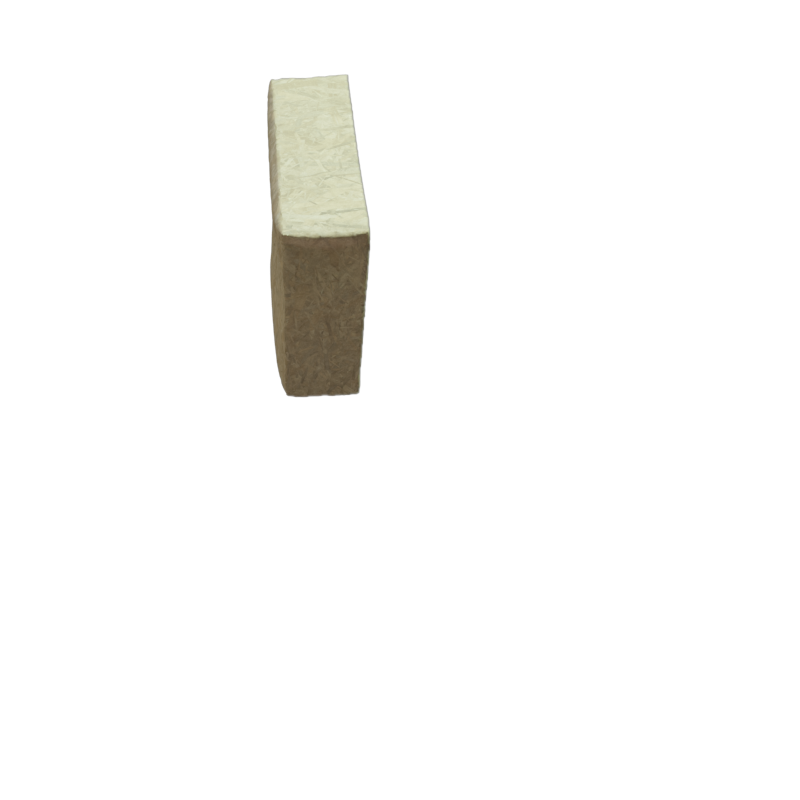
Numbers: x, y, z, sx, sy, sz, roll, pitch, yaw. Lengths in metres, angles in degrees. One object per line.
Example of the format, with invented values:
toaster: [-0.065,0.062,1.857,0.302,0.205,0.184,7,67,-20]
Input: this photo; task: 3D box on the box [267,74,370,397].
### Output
box: [-0.070,-0.127,0.891,0.071,0.176,0.200,-4,-35,-6]
